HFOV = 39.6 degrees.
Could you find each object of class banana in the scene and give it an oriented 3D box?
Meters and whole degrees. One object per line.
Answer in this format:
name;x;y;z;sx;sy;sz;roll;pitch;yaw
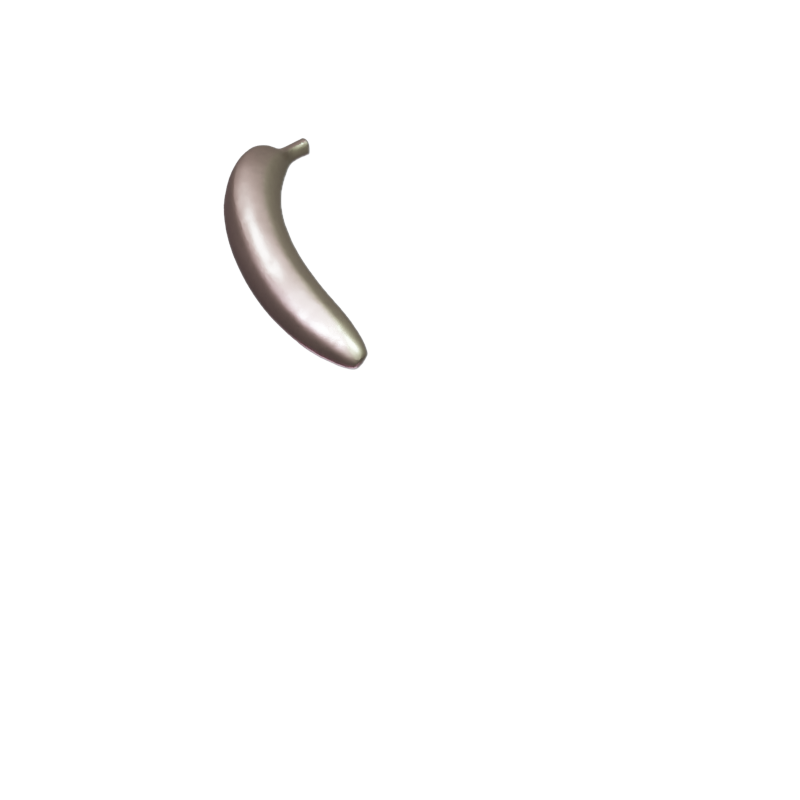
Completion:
banana;-0.074;-0.101;0.705;0.069;0.213;0.034;-10;-37;-8
